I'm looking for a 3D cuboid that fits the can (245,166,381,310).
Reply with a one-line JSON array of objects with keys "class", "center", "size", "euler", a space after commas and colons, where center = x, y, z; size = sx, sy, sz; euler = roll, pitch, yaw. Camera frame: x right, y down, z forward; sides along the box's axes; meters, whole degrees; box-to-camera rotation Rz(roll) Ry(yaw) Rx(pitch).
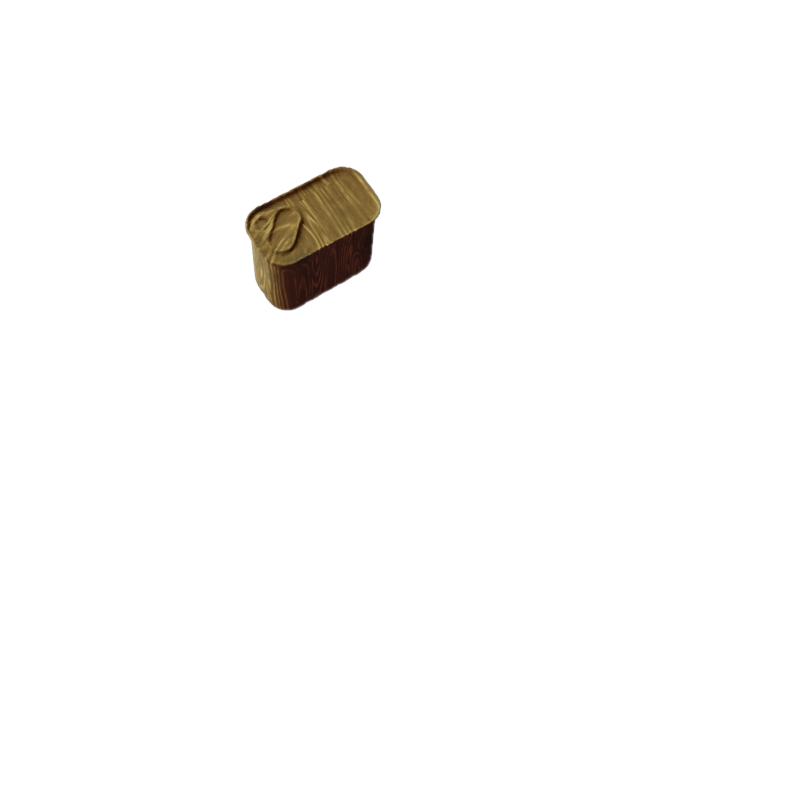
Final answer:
[{"class": "can", "center": [-0.068, -0.124, 0.871], "size": [0.102, 0.061, 0.079], "euler": [-30, -20, -15]}]
